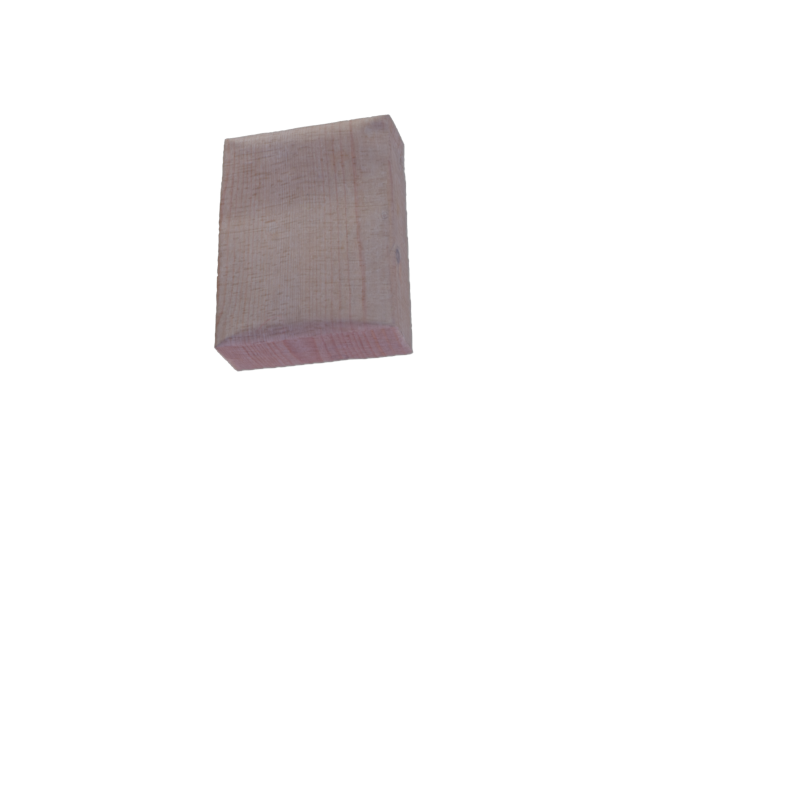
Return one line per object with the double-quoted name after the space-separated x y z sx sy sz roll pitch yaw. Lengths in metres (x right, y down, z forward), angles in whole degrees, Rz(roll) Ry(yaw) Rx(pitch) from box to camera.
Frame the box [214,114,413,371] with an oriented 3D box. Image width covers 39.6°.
-0.078 -0.142 0.996 0.166 0.226 0.067 -7 -25 13 "box"
